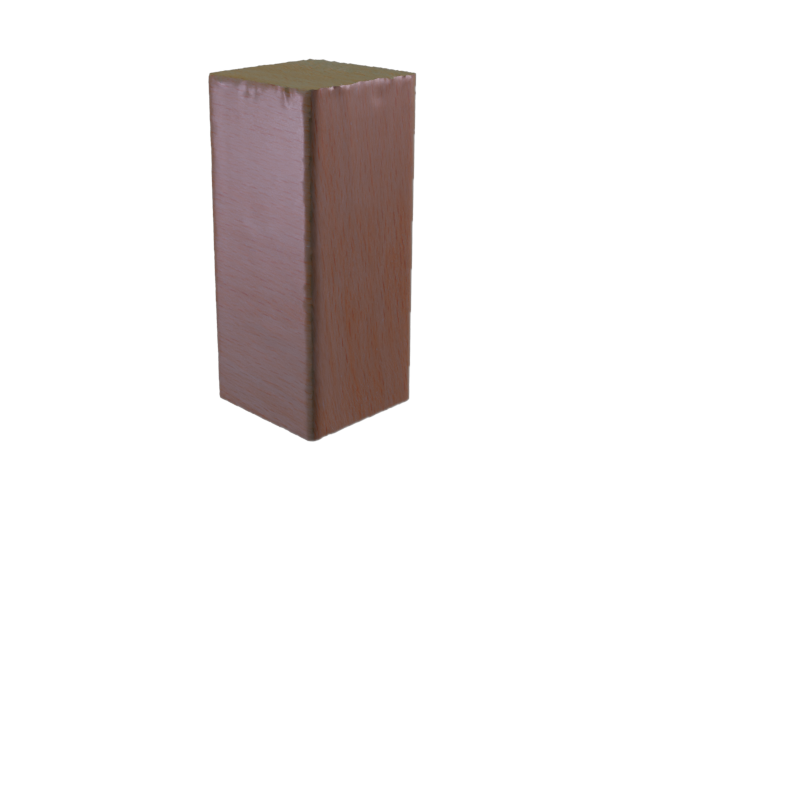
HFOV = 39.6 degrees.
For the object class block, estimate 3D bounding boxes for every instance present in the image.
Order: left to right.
[{"bbox_3d":[-0.053,-0.096,0.671,0.096,0.198,0.089,19,26,41],"label":"block"}]
